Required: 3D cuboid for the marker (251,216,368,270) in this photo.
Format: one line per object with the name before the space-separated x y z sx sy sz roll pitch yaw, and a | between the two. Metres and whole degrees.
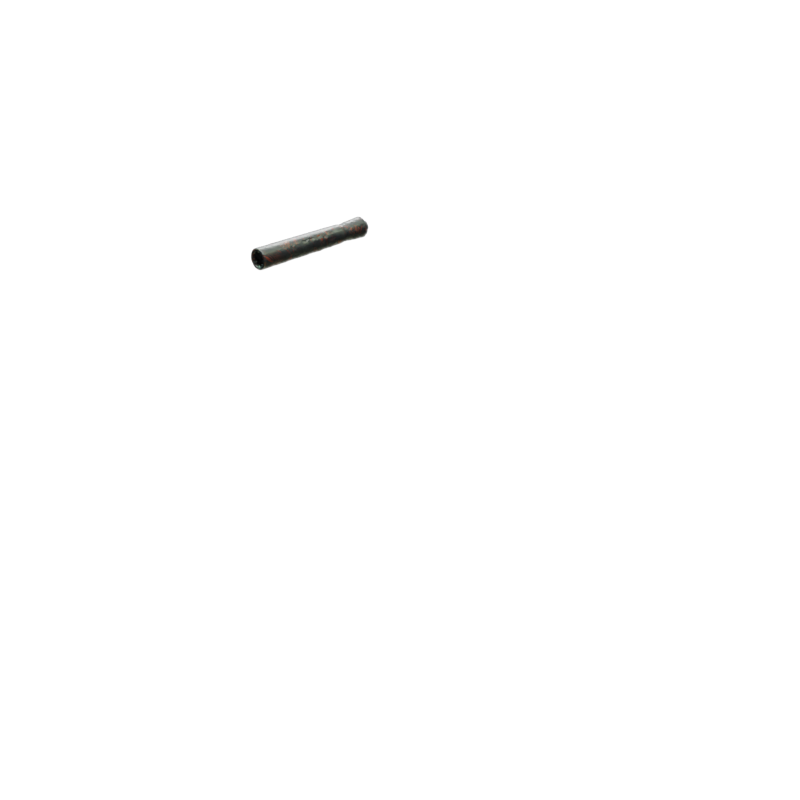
marker | -0.074 -0.135 0.945 0.120 0.019 0.021 -24 19 -38
